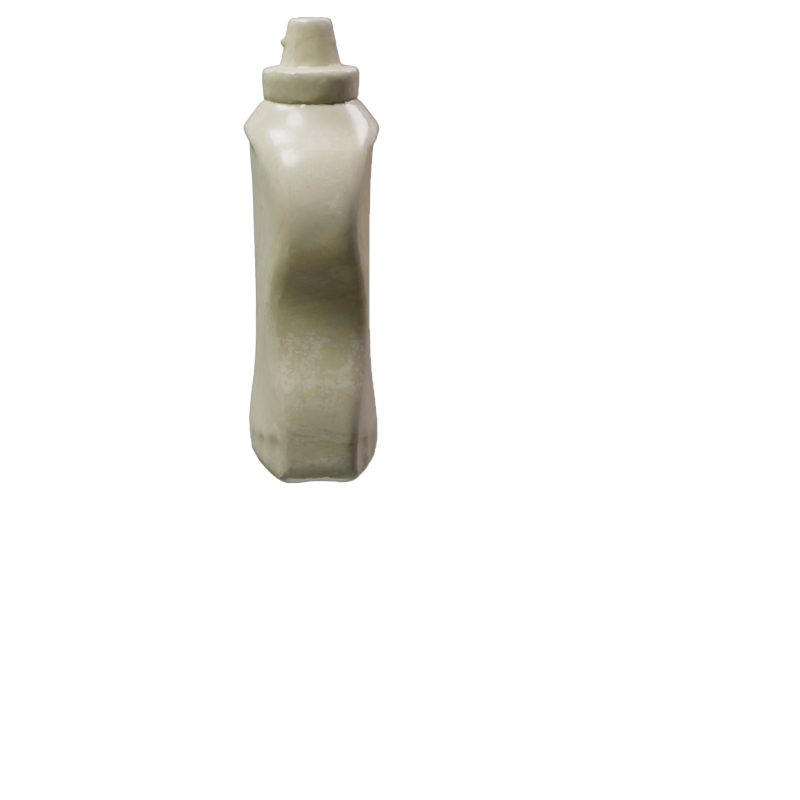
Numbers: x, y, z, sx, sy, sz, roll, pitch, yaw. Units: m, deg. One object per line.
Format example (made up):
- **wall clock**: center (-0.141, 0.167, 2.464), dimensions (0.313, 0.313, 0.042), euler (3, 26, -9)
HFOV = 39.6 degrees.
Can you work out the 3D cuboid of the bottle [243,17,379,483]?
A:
- **bottle**: center (-0.038, -0.069, 0.484), dimensions (0.058, 0.185, 0.100), euler (0, 16, -5)
